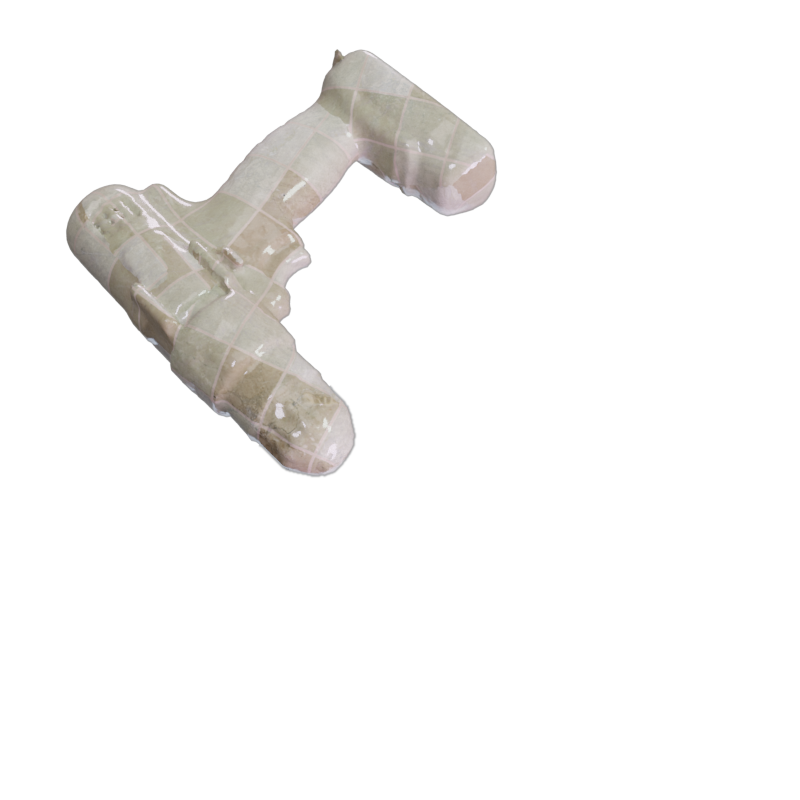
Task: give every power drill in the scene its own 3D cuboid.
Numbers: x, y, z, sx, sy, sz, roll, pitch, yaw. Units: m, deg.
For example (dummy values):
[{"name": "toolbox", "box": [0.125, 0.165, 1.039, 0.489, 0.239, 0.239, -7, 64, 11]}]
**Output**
[{"name": "power drill", "box": [-0.042, -0.077, 0.541, 0.189, 0.195, 0.054, -39, -23, -21]}]
